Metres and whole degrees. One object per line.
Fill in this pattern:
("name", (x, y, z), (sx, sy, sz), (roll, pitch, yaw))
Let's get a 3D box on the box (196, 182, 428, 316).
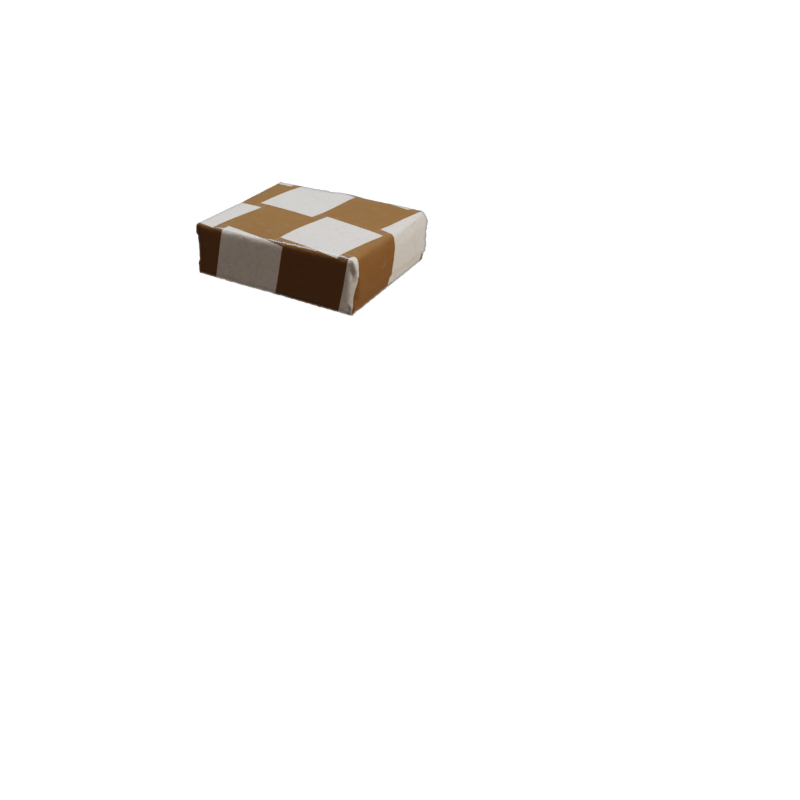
("box", (-0.042, -0.077, 0.540), (0.093, 0.029, 0.074), (16, 32, 26))
